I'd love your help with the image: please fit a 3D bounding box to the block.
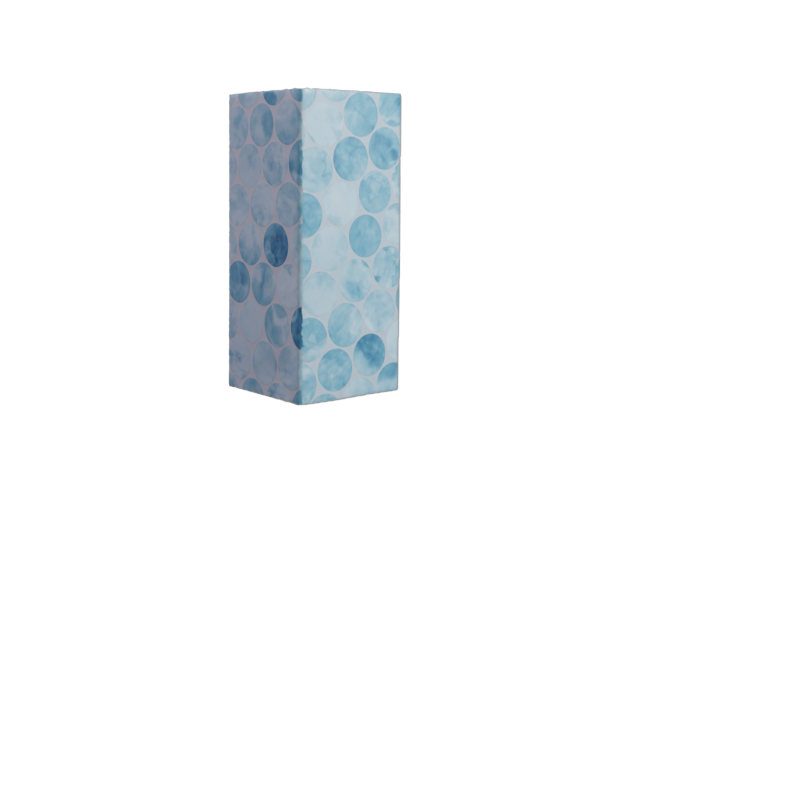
[{"bbox_3d":[-0.060,-0.110,0.773,0.087,0.204,0.095,-4,6,-40],"label":"block"}]
